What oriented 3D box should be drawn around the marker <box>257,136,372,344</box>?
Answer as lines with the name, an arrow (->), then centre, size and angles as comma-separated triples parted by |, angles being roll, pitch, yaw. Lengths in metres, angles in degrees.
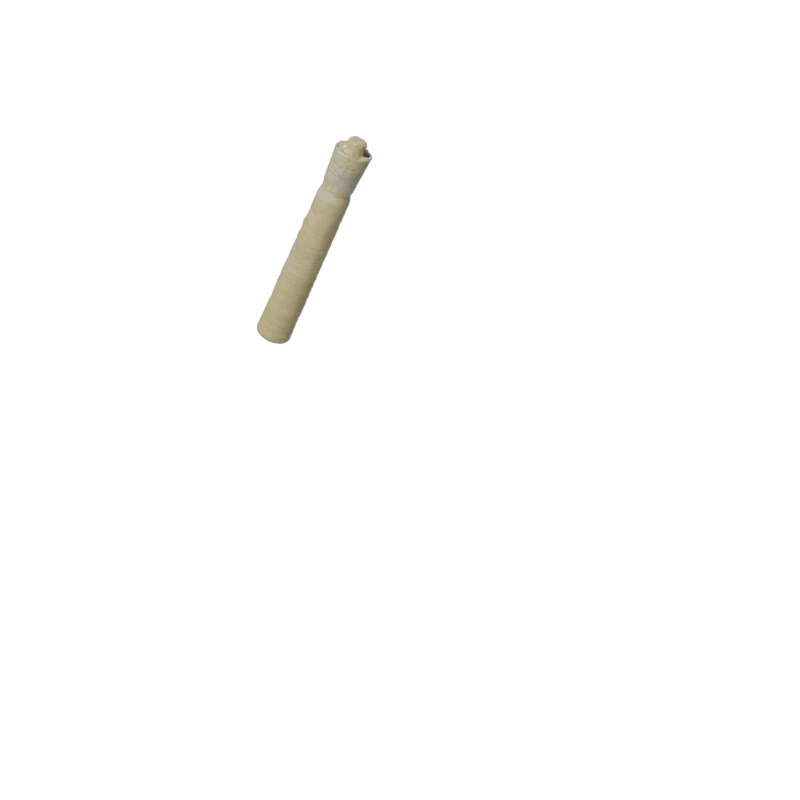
marker -> -0.044, -0.079, 0.556 | 0.019, 0.116, 0.021 | 19, 32, -15
